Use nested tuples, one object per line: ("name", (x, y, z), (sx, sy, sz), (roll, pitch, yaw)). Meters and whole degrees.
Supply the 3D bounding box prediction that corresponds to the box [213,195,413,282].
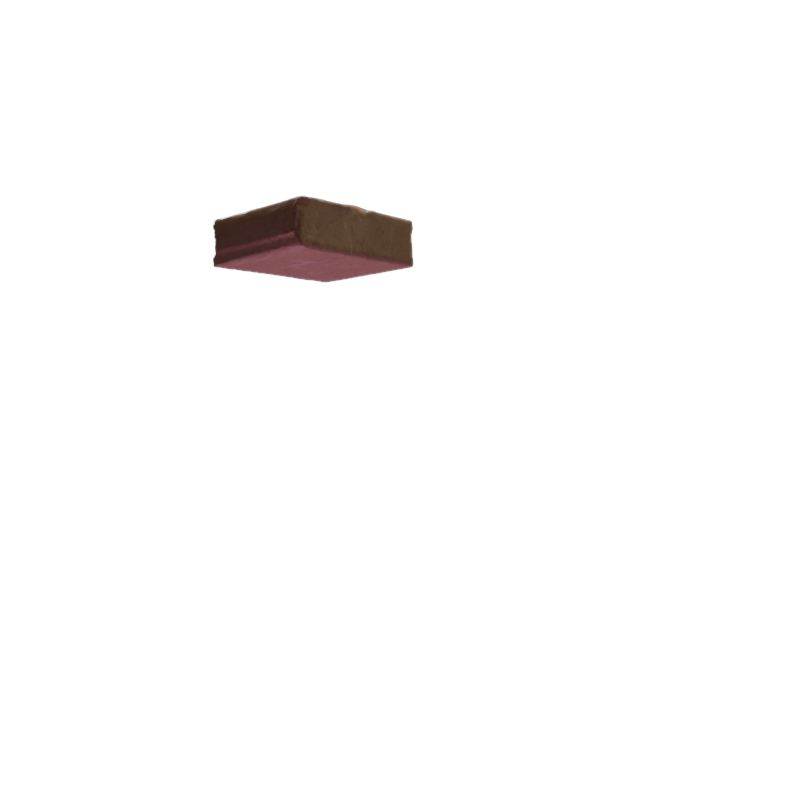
("box", (-0.049, -0.088, 0.620), (0.085, 0.031, 0.075), (5, -8, -44))
